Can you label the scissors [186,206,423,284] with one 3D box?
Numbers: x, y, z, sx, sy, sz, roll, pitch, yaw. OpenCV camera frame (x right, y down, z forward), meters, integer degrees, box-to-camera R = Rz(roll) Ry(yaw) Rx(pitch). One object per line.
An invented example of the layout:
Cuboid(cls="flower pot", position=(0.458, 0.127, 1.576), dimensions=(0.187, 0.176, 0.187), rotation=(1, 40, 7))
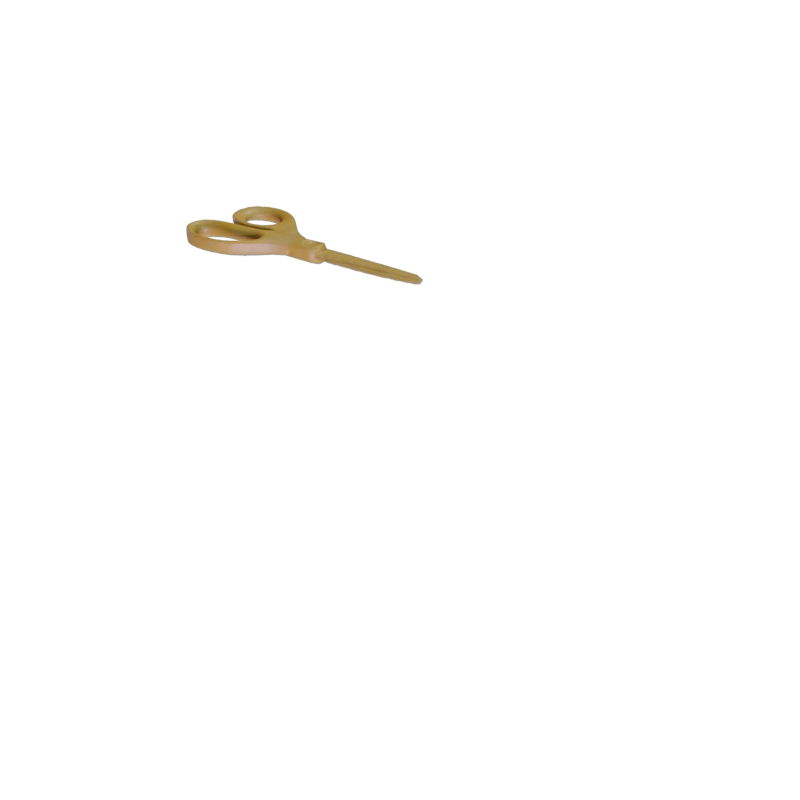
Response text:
Cuboid(cls="scissors", position=(-0.067, -0.122, 0.857), dimensions=(0.208, 0.015, 0.098), rotation=(10, 30, 19))
